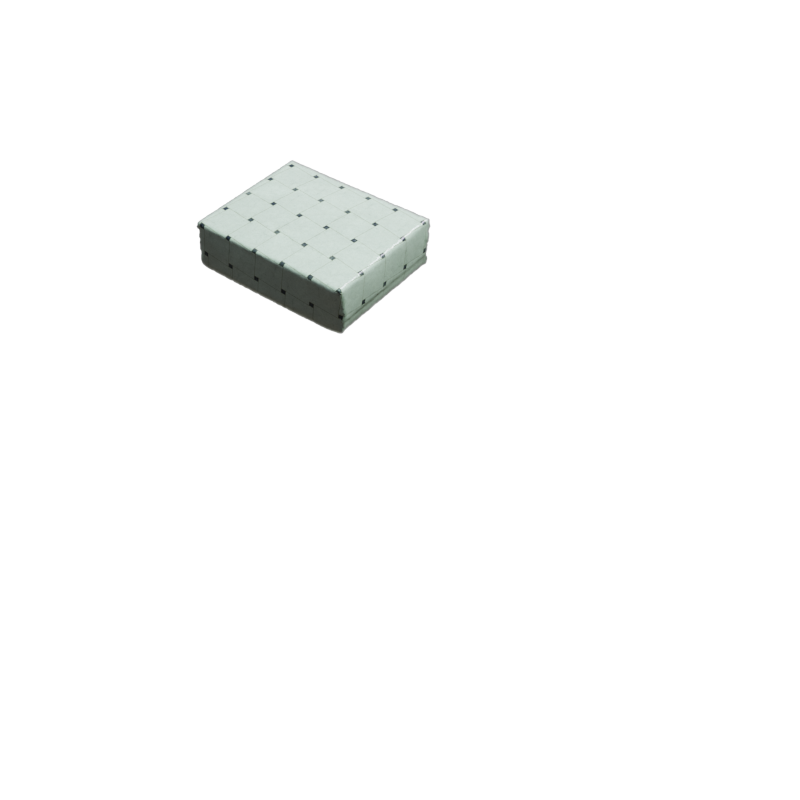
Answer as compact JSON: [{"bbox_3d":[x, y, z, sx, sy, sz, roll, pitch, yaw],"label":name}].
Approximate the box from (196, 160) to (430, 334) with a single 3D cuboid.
[{"bbox_3d":[-0.053,-0.096,0.675,0.120,0.036,0.091,28,50,27],"label":"box"}]
